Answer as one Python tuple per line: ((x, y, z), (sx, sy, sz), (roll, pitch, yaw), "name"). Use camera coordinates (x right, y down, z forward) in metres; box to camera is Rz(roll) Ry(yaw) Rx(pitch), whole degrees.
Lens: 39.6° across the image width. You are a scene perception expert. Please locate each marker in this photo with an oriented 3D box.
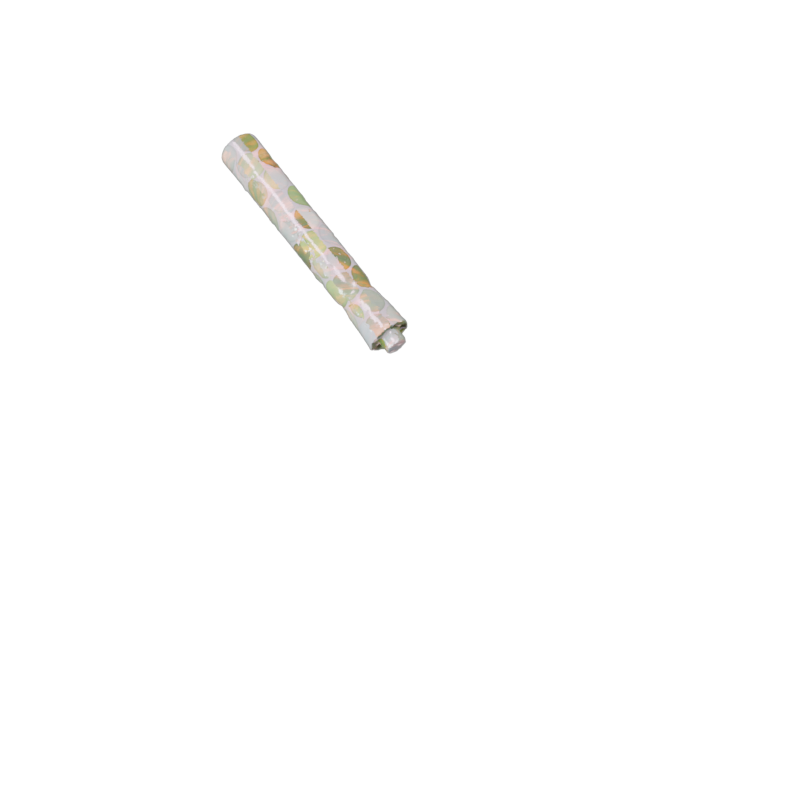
((-0.037, -0.068, 0.475), (0.020, 0.128, 0.019), (-30, -25, -16), "marker")
